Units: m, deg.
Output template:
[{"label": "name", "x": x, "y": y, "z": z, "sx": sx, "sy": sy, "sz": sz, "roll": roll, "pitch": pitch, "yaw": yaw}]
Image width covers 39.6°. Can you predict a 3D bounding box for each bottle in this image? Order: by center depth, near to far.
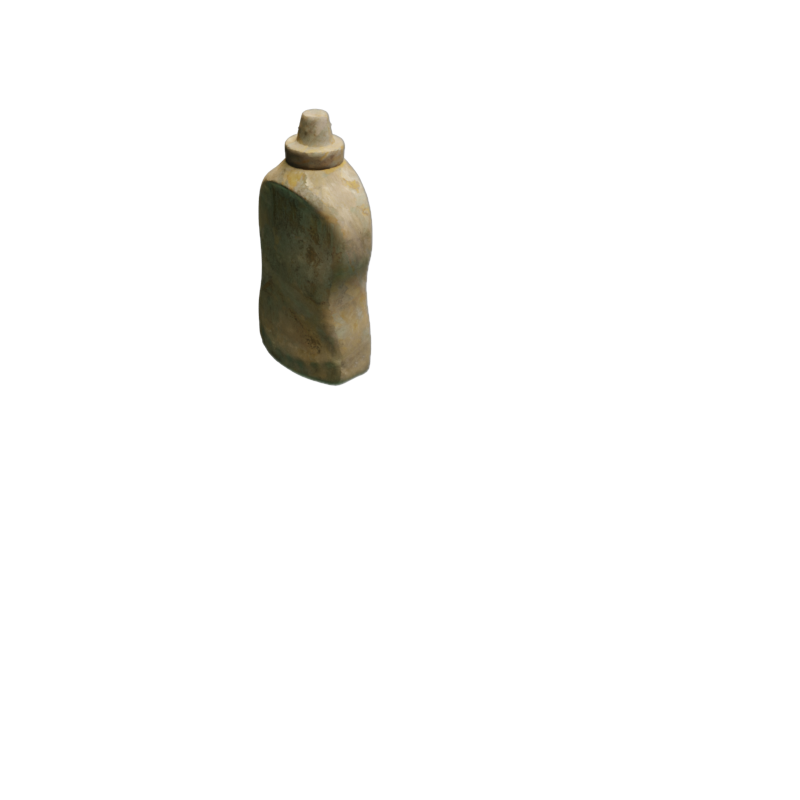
[{"label": "bottle", "x": -0.061, "y": -0.112, "z": 0.782, "sx": 0.058, "sy": 0.181, "sz": 0.103, "roll": -20, "pitch": 36, "yaw": -35}]
